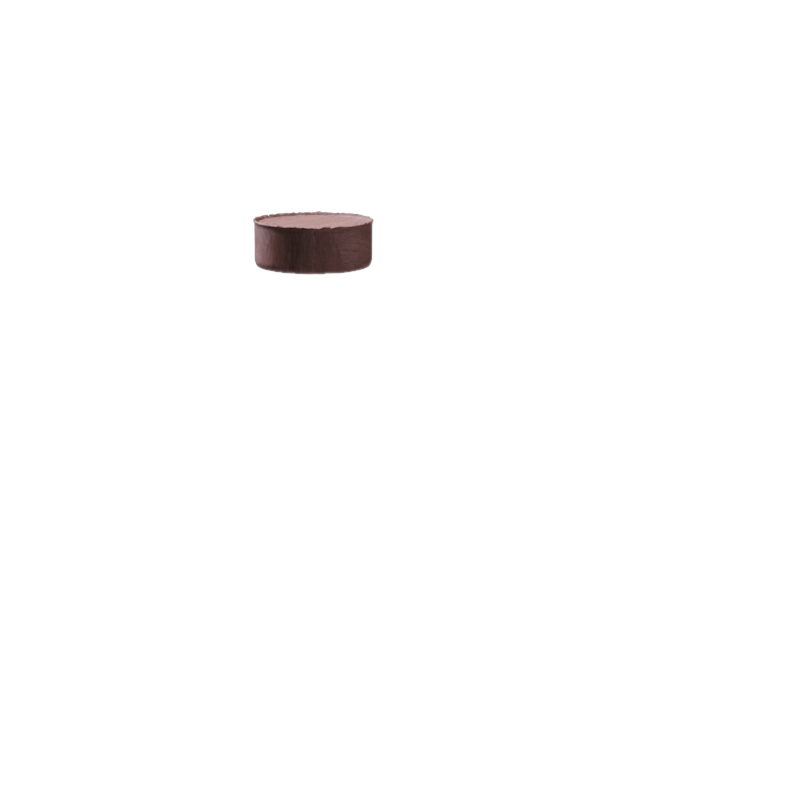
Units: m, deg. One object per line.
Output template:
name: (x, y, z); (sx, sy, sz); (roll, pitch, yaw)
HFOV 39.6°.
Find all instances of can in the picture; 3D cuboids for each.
can: (-0.062, -0.113, 0.793); (0.086, 0.033, 0.089); (0, 15, -2)
